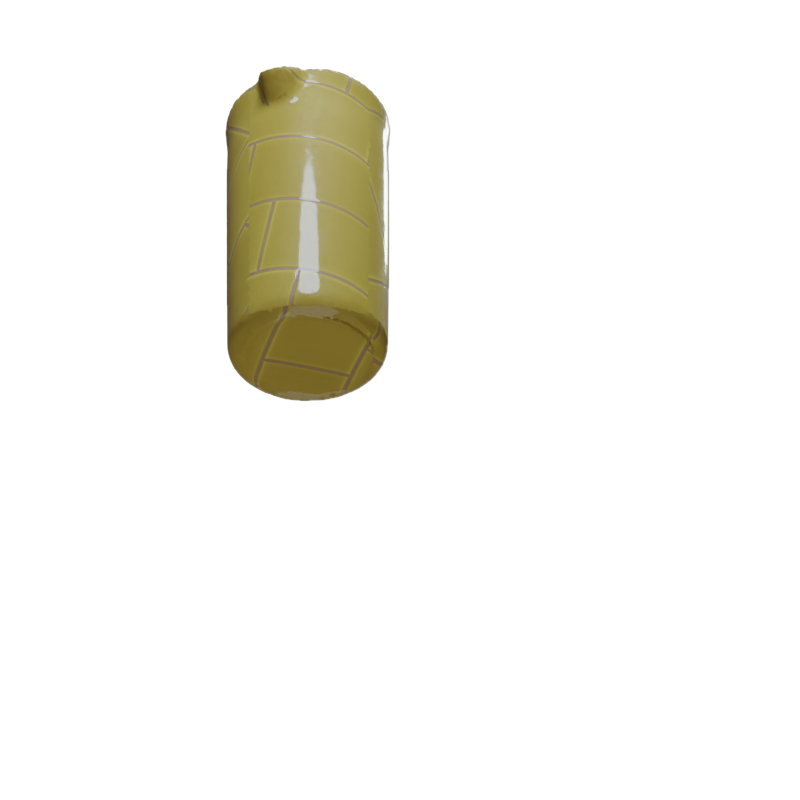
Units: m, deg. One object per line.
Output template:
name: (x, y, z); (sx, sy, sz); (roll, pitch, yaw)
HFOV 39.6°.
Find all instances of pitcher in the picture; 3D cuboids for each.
pitcher: (-0.065, -0.118, 0.827); (0.143, 0.261, 0.140); (18, -45, -23)
